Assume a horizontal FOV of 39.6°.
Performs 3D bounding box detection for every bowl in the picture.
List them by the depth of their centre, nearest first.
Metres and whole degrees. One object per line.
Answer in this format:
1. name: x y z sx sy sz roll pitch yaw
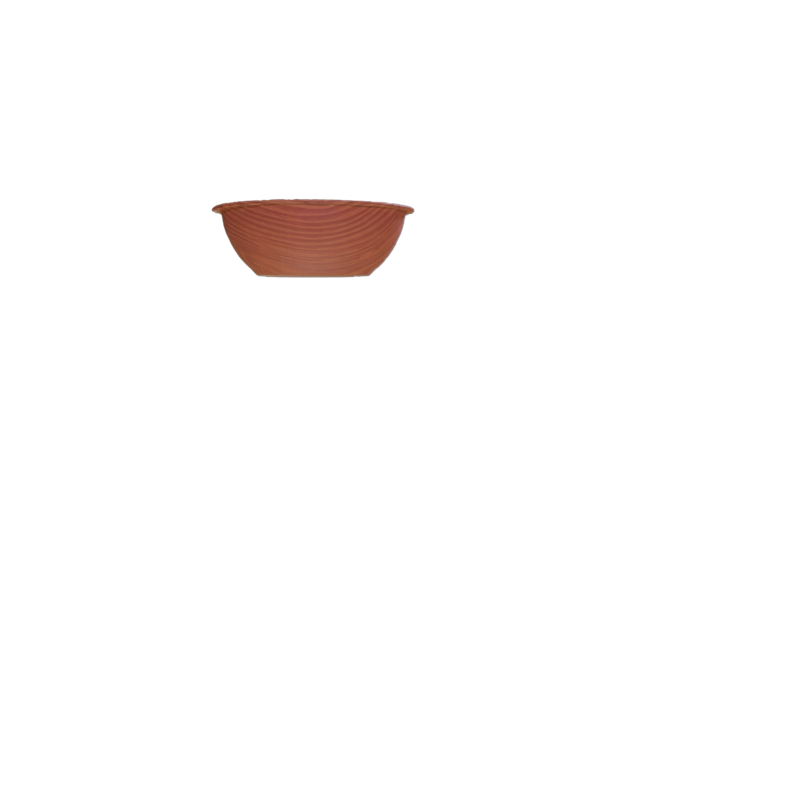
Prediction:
1. bowl: -0.069 -0.126 0.884 0.162 0.055 0.162 0 4 -2
